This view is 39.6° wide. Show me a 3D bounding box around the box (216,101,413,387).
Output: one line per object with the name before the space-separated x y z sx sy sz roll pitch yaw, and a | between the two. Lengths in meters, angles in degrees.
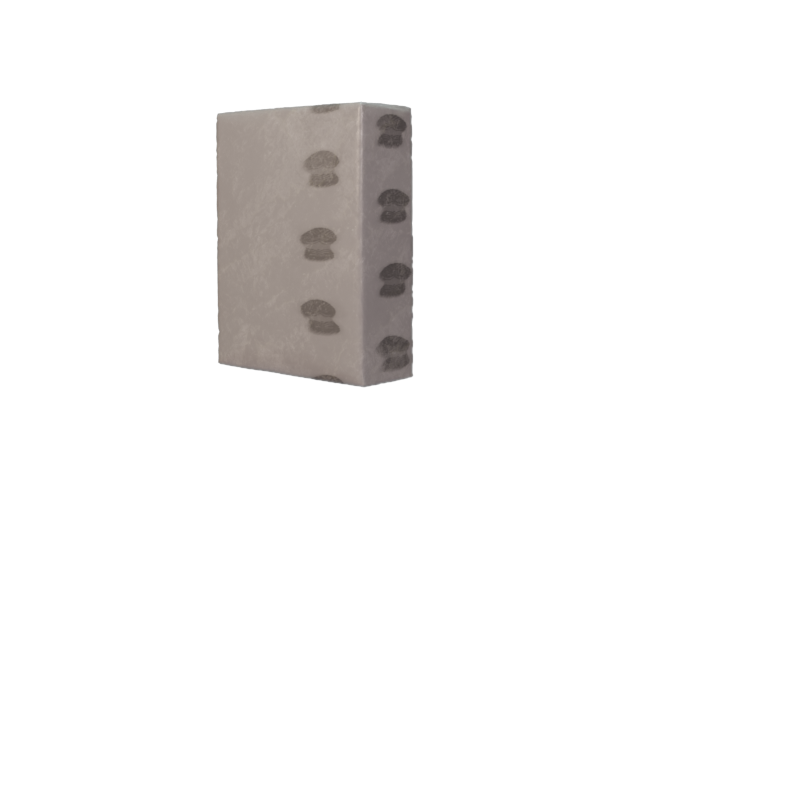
box | -0.070 -0.128 0.897 0.171 0.212 0.069 5 6 41
